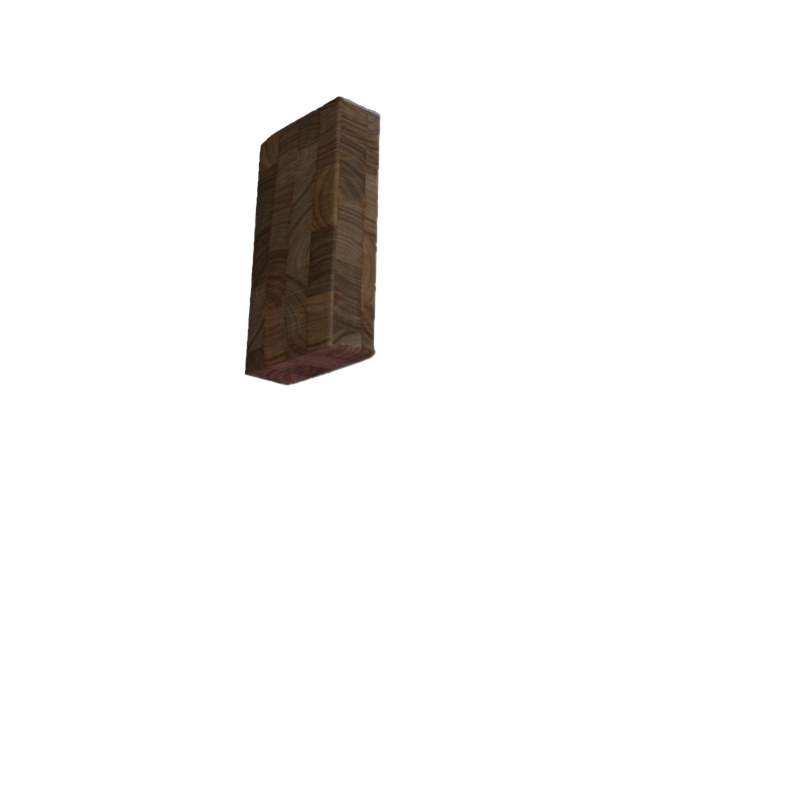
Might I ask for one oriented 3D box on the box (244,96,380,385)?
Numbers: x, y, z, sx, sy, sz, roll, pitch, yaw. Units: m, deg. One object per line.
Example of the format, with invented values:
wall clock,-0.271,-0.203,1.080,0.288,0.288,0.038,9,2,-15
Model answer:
box,-0.059,-0.106,0.746,0.045,0.185,0.094,16,-26,-39
